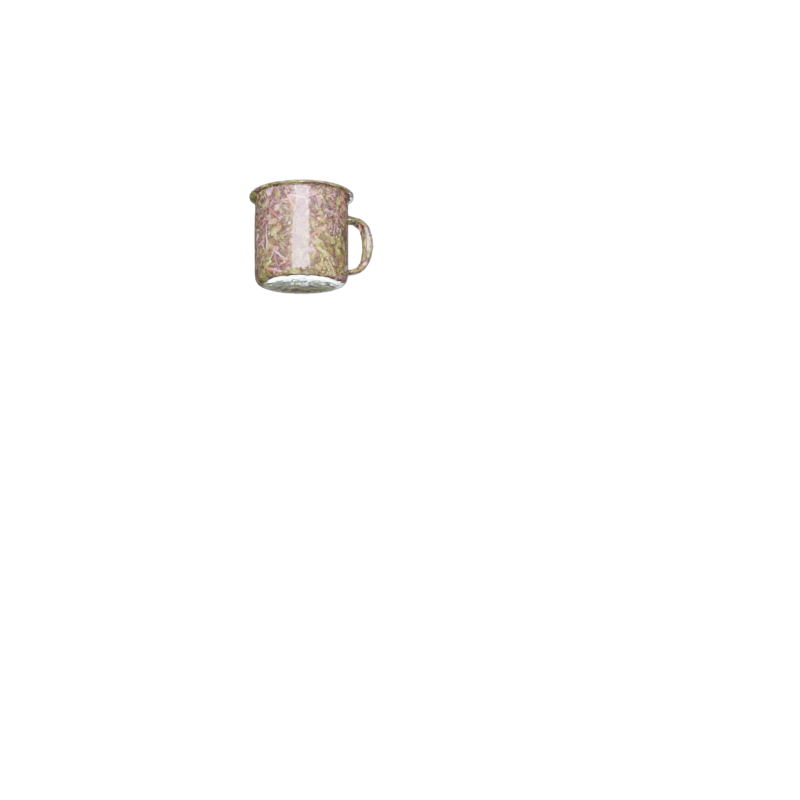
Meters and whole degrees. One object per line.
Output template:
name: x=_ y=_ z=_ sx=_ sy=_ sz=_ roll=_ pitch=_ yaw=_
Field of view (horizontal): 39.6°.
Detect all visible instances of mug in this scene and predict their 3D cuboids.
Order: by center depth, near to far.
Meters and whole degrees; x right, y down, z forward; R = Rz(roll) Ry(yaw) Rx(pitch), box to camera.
mug: x=-0.077 y=-0.140 z=0.977 sx=0.112 sy=0.084 sz=0.094 roll=6 pitch=-13 yaw=-31
